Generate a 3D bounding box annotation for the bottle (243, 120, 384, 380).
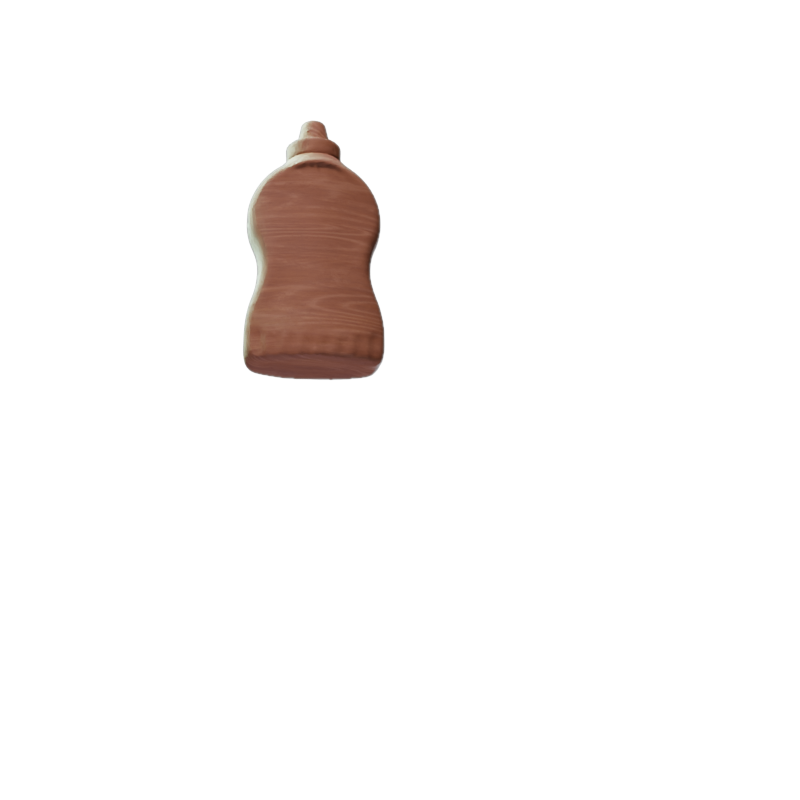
[{"bbox_3d":[-0.062,-0.113,0.794,0.095,0.202,0.056,1,-22,-6],"label":"bottle"}]
